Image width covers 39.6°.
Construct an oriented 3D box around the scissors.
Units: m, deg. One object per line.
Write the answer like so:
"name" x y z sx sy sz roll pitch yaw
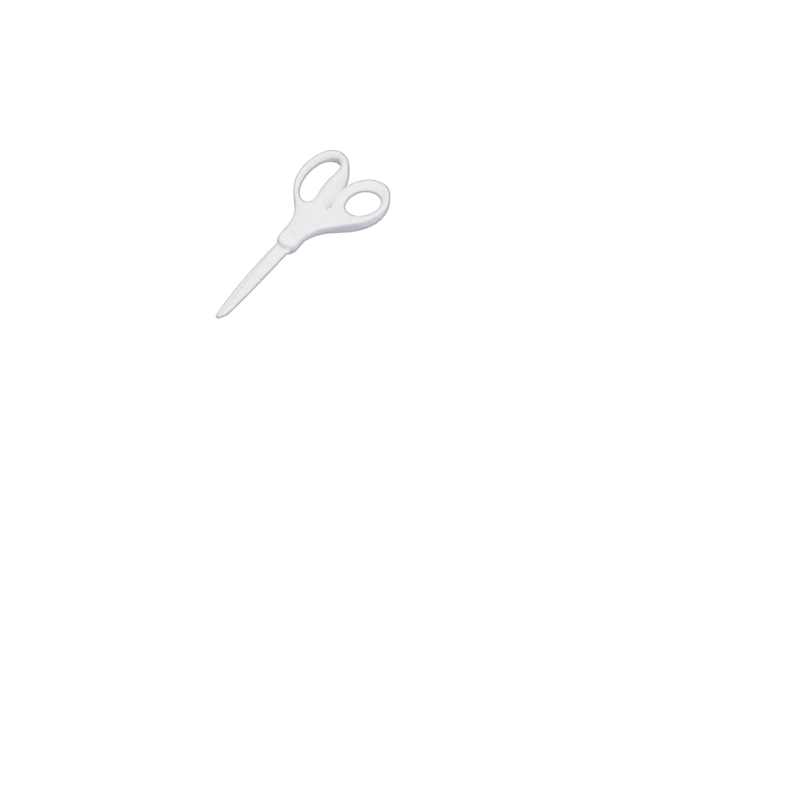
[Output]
"scissors" -0.074 -0.135 0.948 0.098 0.211 0.015 15 -33 10
